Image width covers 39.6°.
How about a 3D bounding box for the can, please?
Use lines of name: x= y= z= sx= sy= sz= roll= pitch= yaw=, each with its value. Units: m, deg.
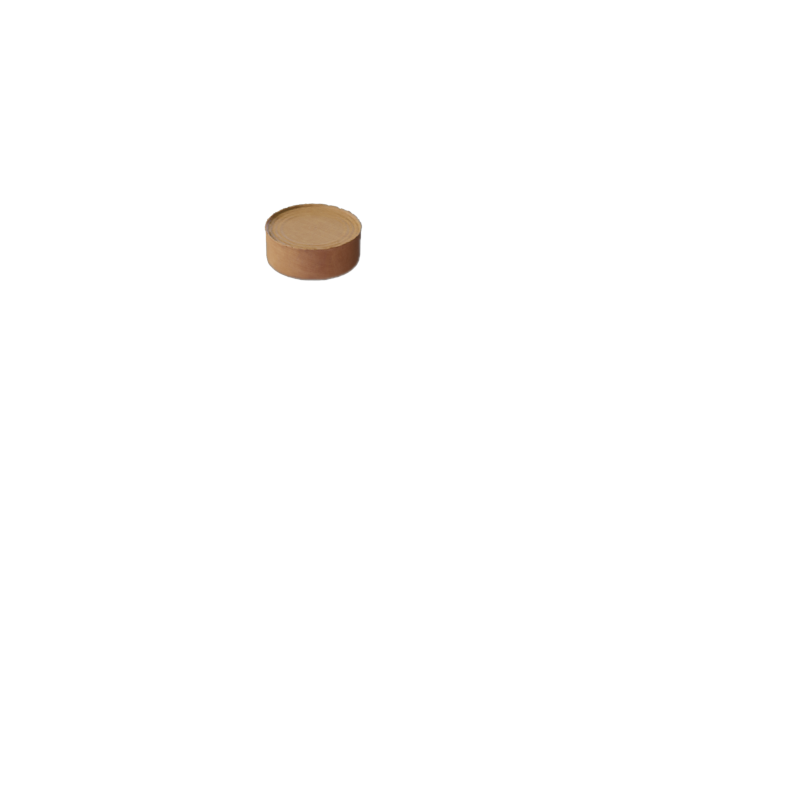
can: x=-0.077 y=-0.141 z=0.985 sx=0.086 sy=0.031 sz=0.092 roll=-1 pitch=34 yaw=-2
